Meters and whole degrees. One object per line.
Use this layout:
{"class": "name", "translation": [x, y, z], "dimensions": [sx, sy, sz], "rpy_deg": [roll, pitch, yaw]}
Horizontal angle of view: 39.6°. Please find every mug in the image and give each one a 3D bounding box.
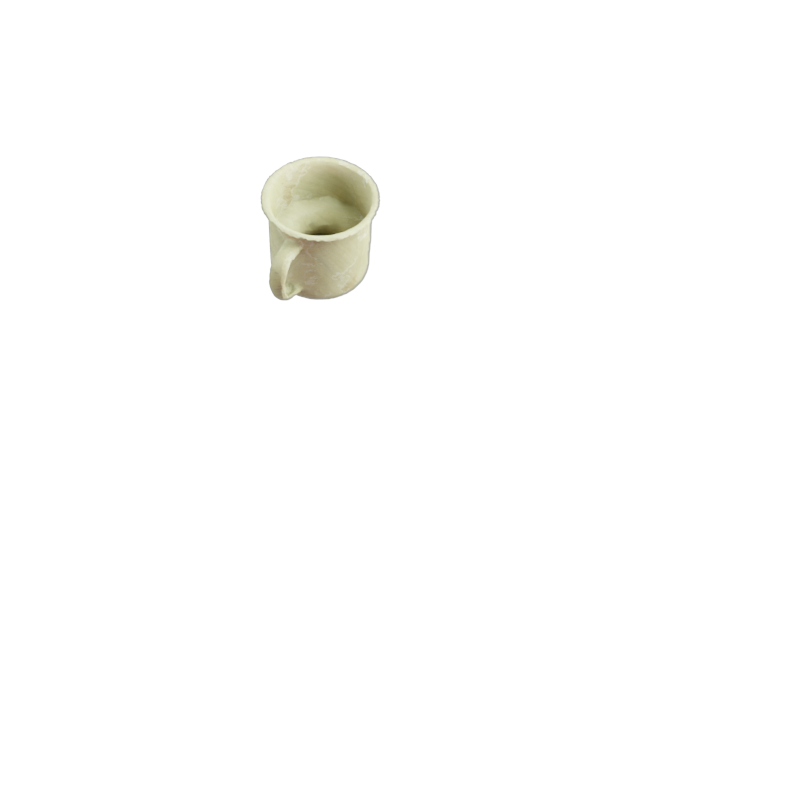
{"class": "mug", "translation": [-0.069, -0.126, 0.883], "dimensions": [0.096, 0.122, 0.076], "rpy_deg": [20, -37, 14]}
